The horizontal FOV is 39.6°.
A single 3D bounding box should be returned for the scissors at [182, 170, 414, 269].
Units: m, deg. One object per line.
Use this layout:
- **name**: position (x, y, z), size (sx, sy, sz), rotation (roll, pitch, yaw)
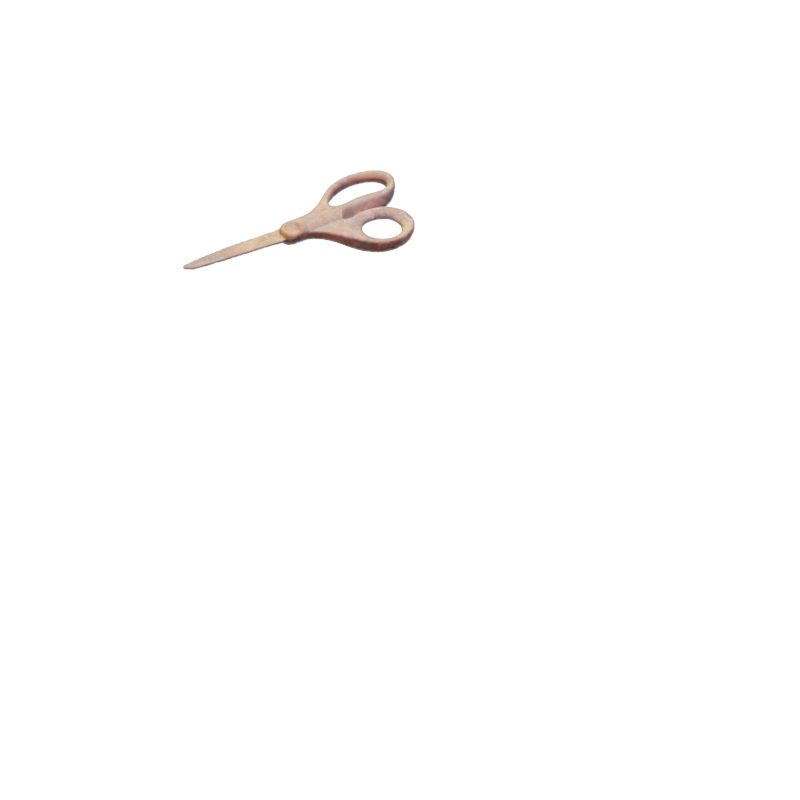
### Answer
- **scissors**: position (-0.073, -0.132, 0.928), size (0.203, 0.015, 0.103), rotation (-36, 59, -26)
